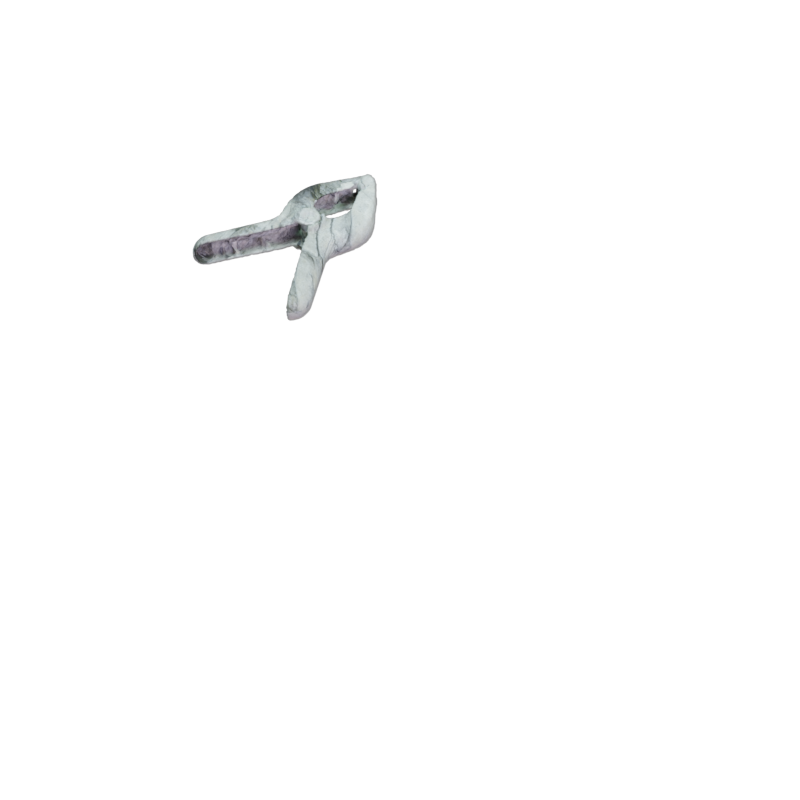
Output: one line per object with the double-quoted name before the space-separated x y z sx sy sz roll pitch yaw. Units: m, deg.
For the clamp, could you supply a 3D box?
"clamp" -0.072 -0.131 0.918 0.172 0.036 0.128 -34 58 -25
